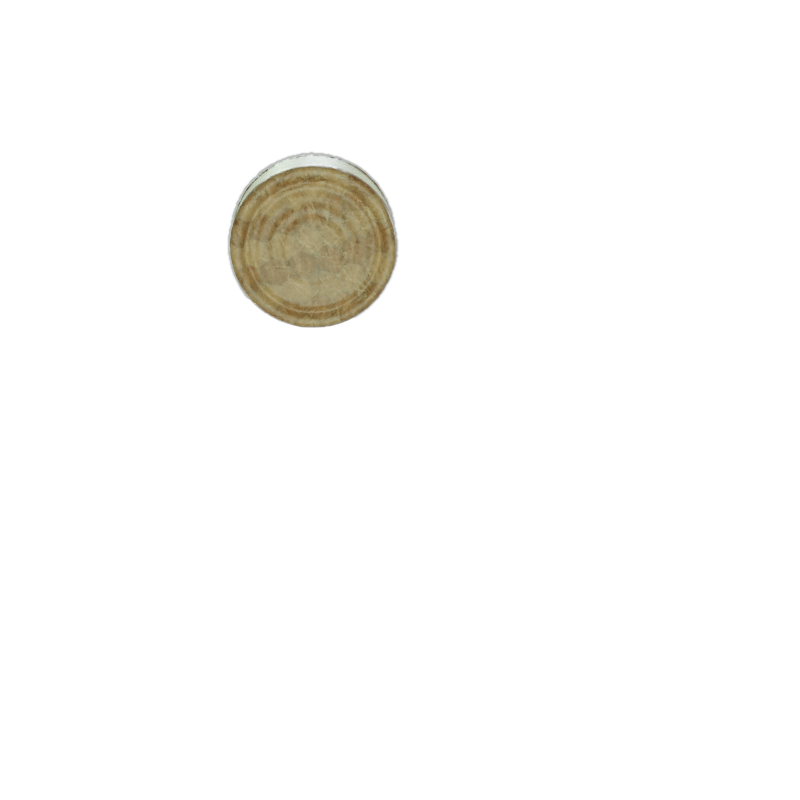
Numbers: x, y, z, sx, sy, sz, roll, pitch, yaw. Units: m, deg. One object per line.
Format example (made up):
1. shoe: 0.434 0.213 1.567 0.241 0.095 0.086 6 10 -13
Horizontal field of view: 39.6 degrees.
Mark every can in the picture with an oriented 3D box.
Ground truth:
1. can: -0.044 -0.081 0.568 0.086 0.083 0.035 0 15 -1
